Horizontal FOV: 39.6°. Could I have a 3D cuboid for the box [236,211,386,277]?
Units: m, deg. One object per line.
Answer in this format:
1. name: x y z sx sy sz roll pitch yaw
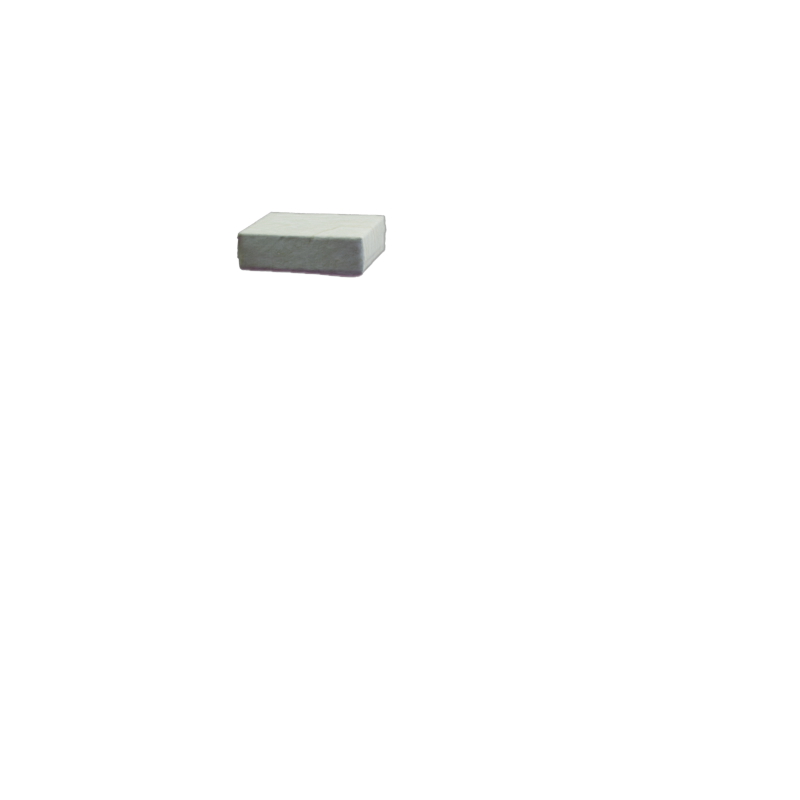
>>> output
1. box: -0.076 -0.139 0.976 0.116 0.037 0.092 6 22 13
